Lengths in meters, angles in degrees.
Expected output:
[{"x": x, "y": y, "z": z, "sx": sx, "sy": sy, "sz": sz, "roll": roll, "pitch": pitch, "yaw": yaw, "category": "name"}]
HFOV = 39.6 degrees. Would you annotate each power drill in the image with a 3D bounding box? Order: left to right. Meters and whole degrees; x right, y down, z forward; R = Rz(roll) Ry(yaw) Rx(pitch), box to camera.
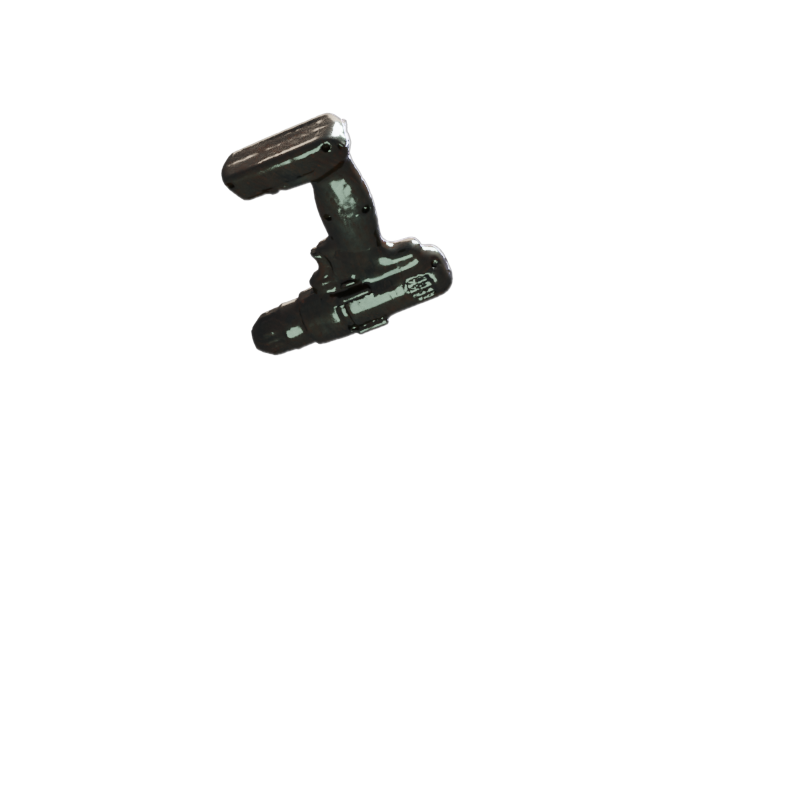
[{"x": -0.072, "y": -0.131, "z": 0.919, "sx": 0.185, "sy": 0.175, "sz": 0.061, "roll": -22, "pitch": 32, "yaw": 14, "category": "power drill"}]
